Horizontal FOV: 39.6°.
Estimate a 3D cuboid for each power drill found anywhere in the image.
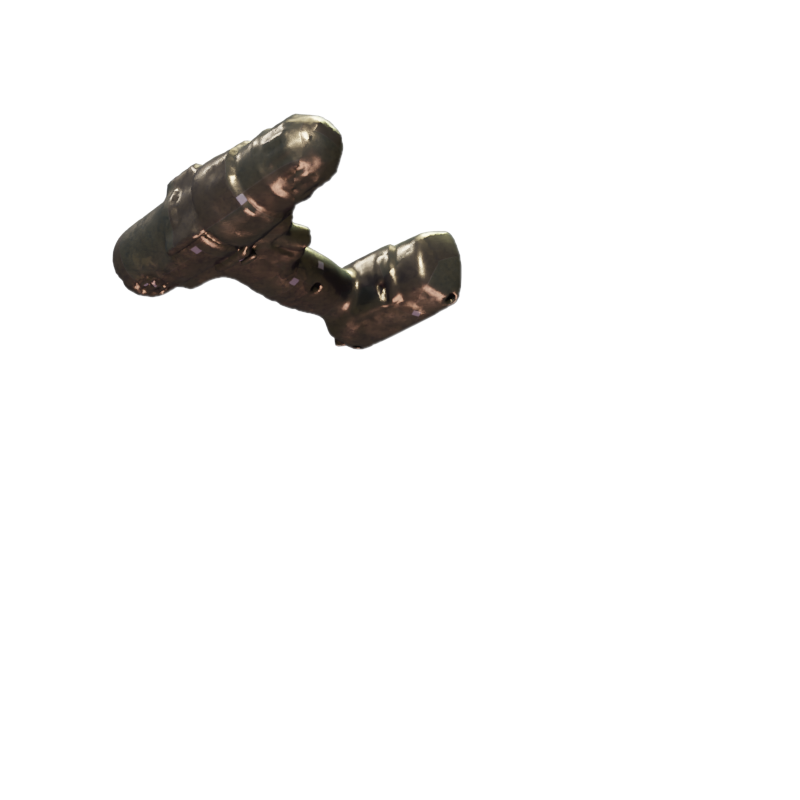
[{"bbox_3d":[-0.052,-0.095,0.666,0.177,0.061,0.185,20,-30,-39],"label":"power drill"}]
